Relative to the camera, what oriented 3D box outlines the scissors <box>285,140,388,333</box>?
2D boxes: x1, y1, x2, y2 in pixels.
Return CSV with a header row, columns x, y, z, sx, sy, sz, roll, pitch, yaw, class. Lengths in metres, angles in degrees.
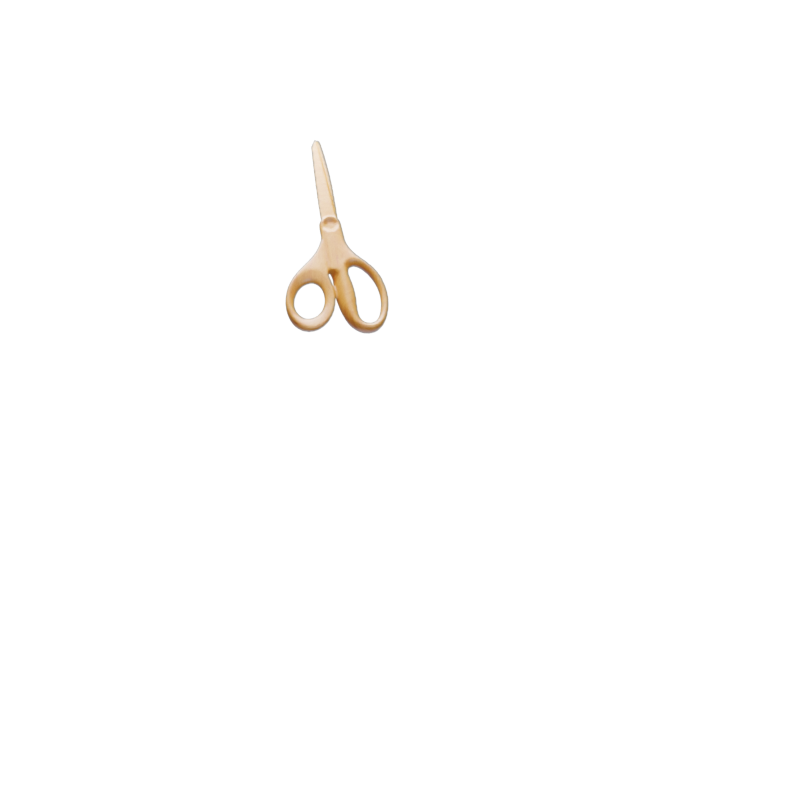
x,y,z,sx,sy,sz,roll,pitch,yaw,class
-0.077,-0.140,0.982,0.096,0.216,0.015,-21,-27,-11,scissors
